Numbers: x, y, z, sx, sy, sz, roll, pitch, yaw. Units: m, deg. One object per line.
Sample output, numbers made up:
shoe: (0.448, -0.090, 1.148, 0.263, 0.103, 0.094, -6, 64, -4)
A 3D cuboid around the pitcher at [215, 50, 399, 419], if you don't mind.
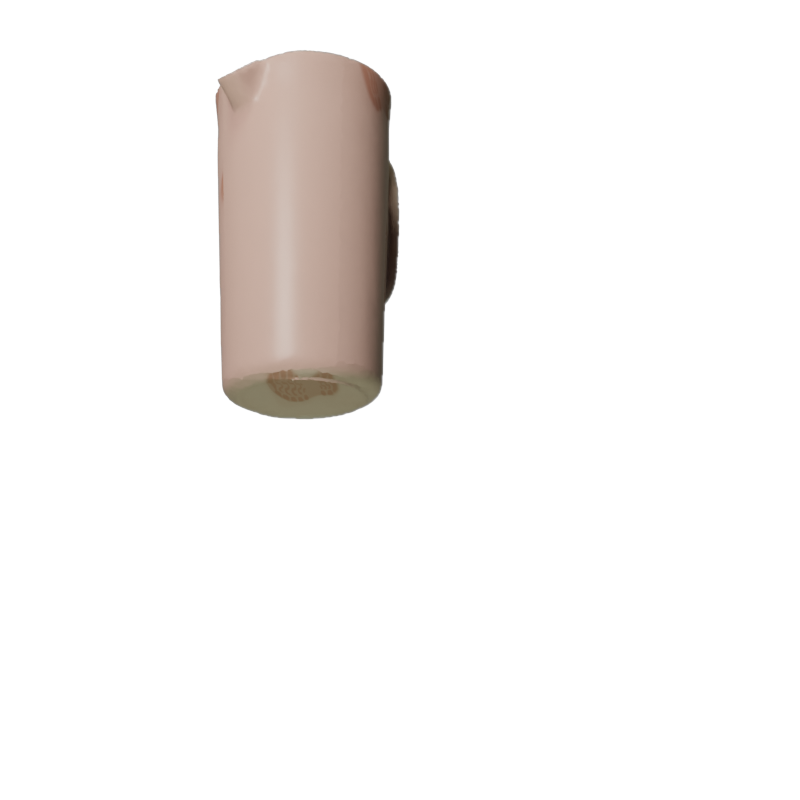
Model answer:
pitcher: (-0.062, -0.114, 0.798, 0.148, 0.256, 0.139, 2, -23, -8)
